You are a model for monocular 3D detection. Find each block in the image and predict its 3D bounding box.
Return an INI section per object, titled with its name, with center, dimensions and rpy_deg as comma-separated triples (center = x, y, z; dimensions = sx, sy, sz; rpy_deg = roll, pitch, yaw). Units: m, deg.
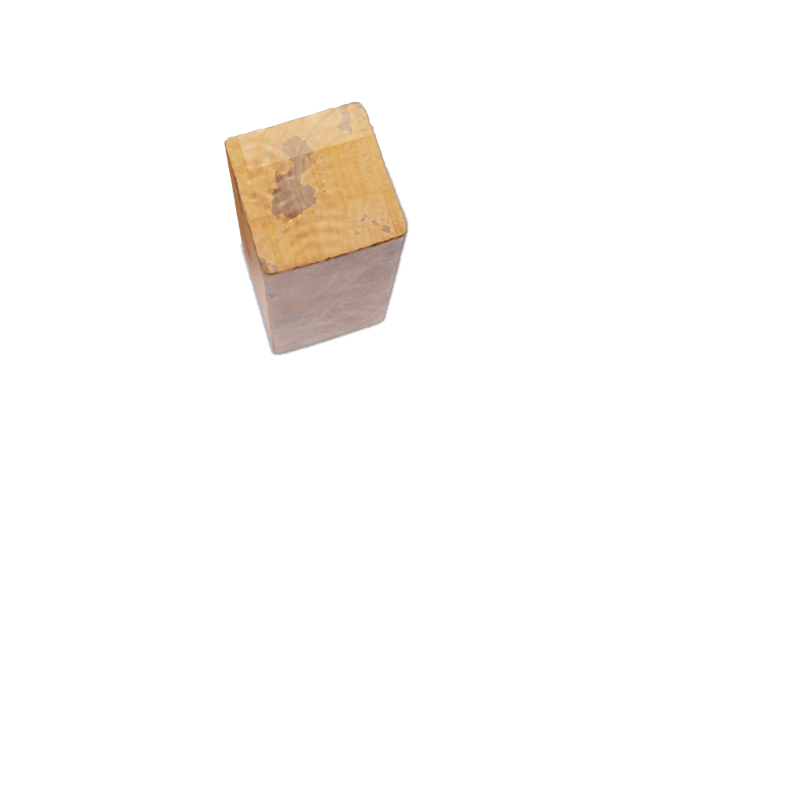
[block]
center = -0.057, -0.106, 0.743
dimensions = 0.090, 0.094, 0.199
rpy_deg = -17, -11, -7
